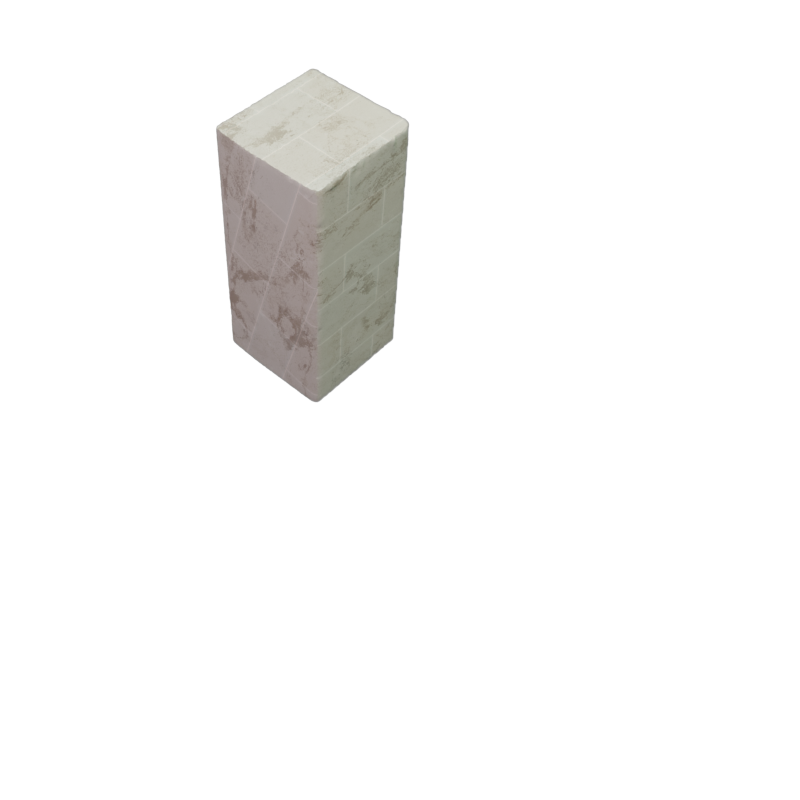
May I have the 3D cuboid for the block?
[{"bbox_3d":[-0.059,-0.108,0.763,0.096,0.192,0.092,36,56,25],"label":"block"}]
